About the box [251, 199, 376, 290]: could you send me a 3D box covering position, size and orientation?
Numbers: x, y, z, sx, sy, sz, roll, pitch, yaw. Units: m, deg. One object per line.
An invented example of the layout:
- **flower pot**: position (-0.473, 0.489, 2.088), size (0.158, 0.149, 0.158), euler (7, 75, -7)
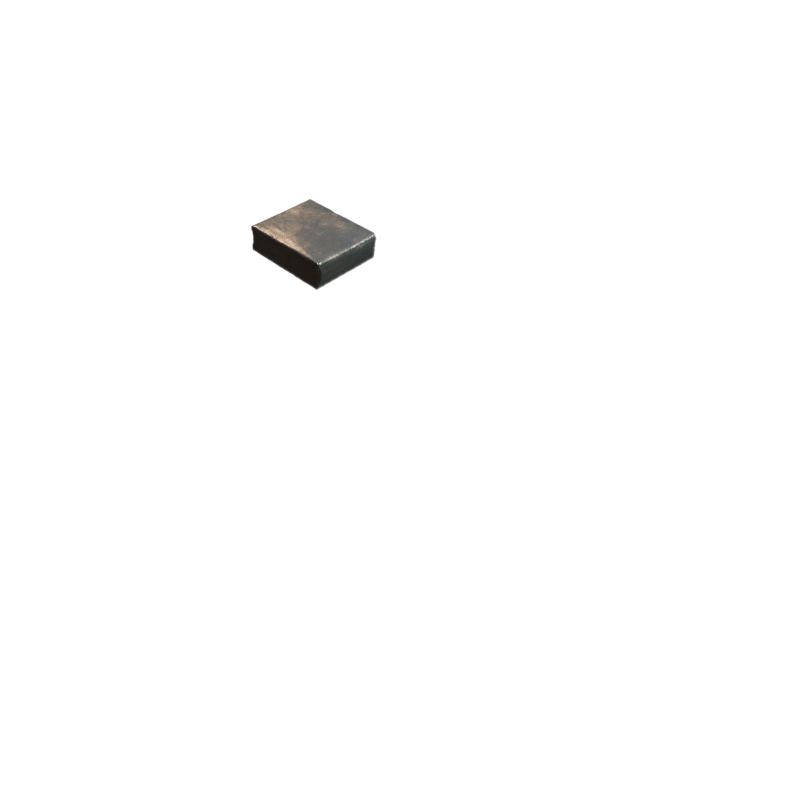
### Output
- **box**: position (-0.078, -0.142, 0.997), size (0.073, 0.028, 0.095), euler (-31, 47, -34)
